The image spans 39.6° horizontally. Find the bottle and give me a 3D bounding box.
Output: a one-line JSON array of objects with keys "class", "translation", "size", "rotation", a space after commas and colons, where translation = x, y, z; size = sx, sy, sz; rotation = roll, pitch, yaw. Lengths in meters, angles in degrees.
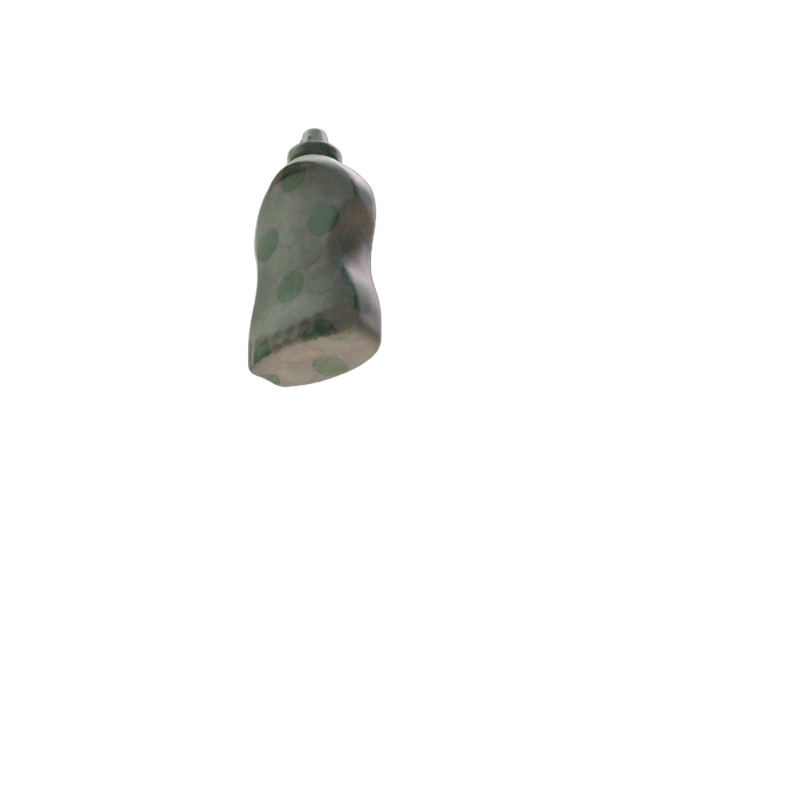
[{"class": "bottle", "translation": [-0.061, -0.111, 0.779], "size": [0.096, 0.204, 0.054], "rotation": [-24, -36, 33]}]
